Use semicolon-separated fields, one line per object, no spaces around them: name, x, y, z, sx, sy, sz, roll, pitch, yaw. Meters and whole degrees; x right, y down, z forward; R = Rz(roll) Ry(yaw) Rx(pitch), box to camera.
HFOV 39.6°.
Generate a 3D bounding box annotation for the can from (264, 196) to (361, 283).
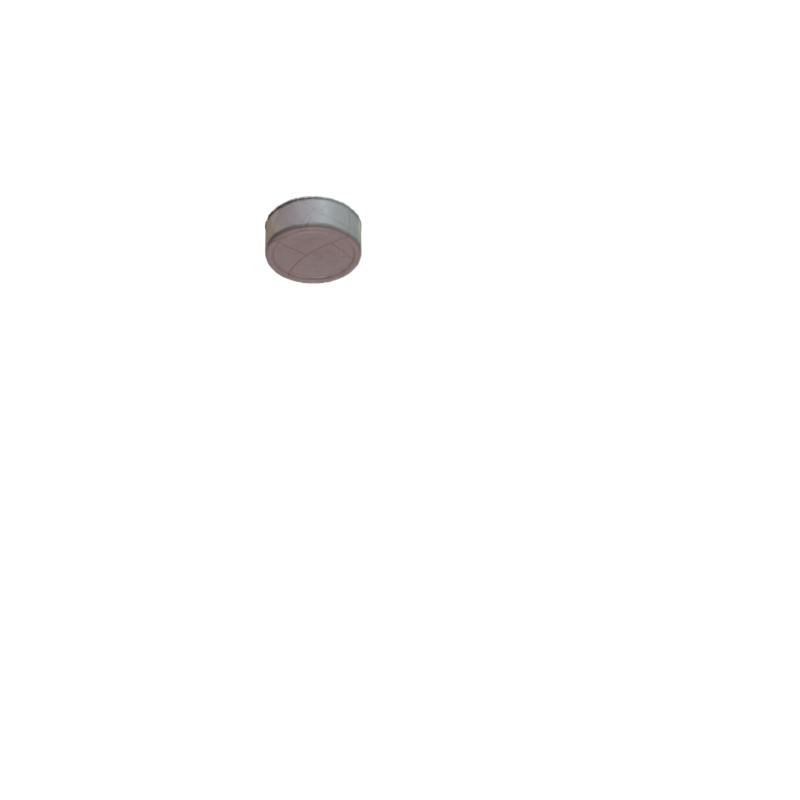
can;-0.076;-0.139;0.971;0.086;0.036;0.080;1;-33;-2
